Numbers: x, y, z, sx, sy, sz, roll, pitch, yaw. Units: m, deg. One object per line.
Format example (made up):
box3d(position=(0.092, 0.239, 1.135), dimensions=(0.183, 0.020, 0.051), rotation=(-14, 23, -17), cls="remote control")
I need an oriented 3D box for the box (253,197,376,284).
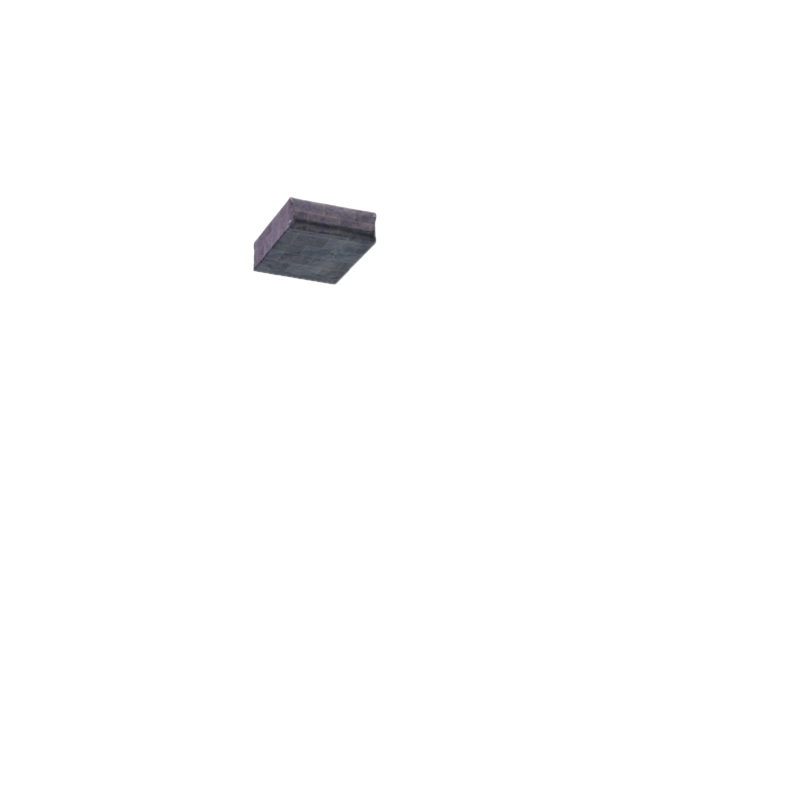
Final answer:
box3d(position=(-0.069, -0.125, 0.878), dimensions=(0.071, 0.032, 0.088), rotation=(8, -22, -22), cls="box")
